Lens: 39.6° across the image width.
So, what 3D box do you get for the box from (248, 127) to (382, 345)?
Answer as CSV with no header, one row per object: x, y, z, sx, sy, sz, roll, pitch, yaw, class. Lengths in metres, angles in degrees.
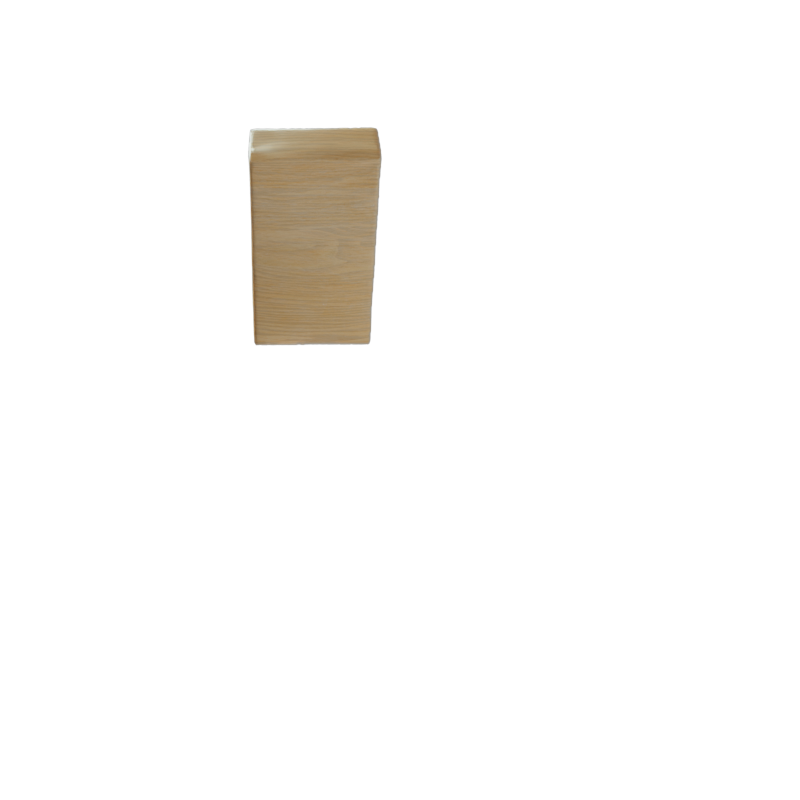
-0.064,-0.116,0.817,0.093,0.164,0.052,0,45,-4,box
